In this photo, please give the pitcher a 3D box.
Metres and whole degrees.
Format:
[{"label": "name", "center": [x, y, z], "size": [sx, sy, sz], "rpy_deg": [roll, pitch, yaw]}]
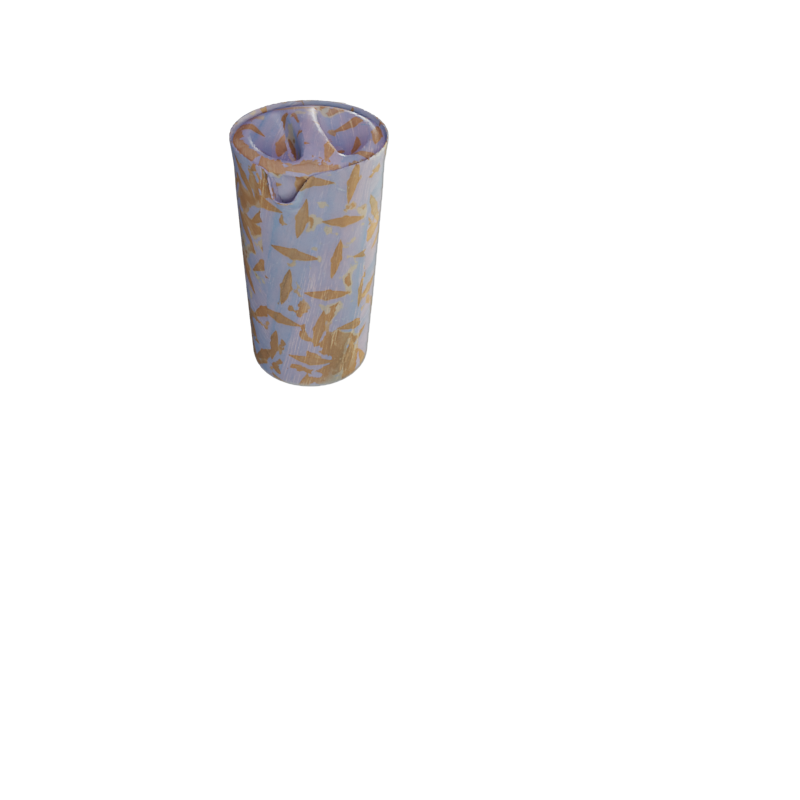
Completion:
[{"label": "pitcher", "center": [-0.078, -0.142, 0.995], "size": [0.148, 0.227, 0.156], "rpy_deg": [-21, 42, -28]}]
